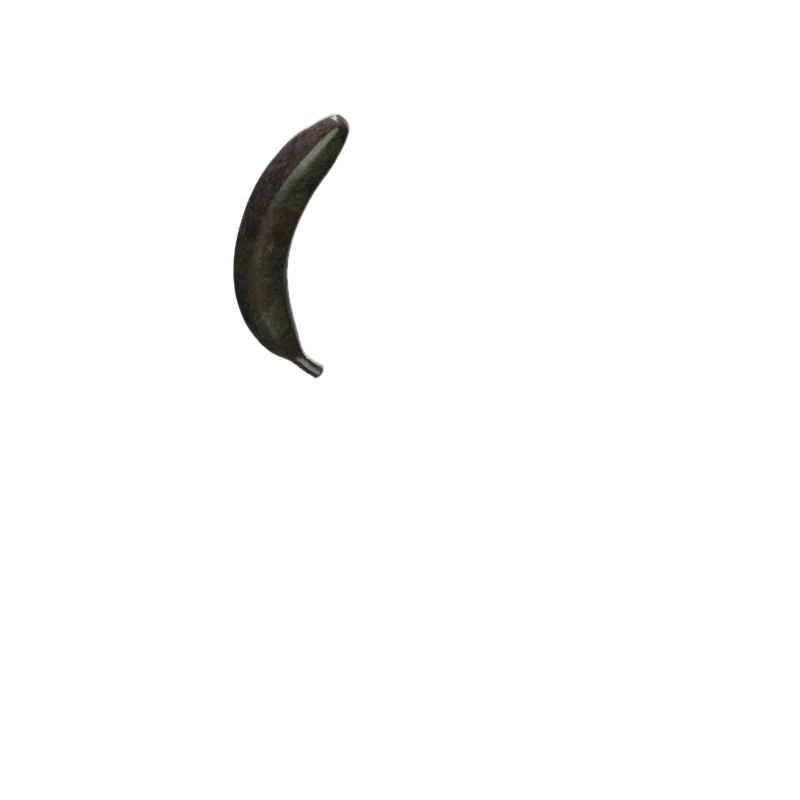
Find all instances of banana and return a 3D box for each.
[{"bbox_3d":[-0.078,-0.105,0.753,0.069,0.187,0.039,5,31,-4],"label":"banana"}]
